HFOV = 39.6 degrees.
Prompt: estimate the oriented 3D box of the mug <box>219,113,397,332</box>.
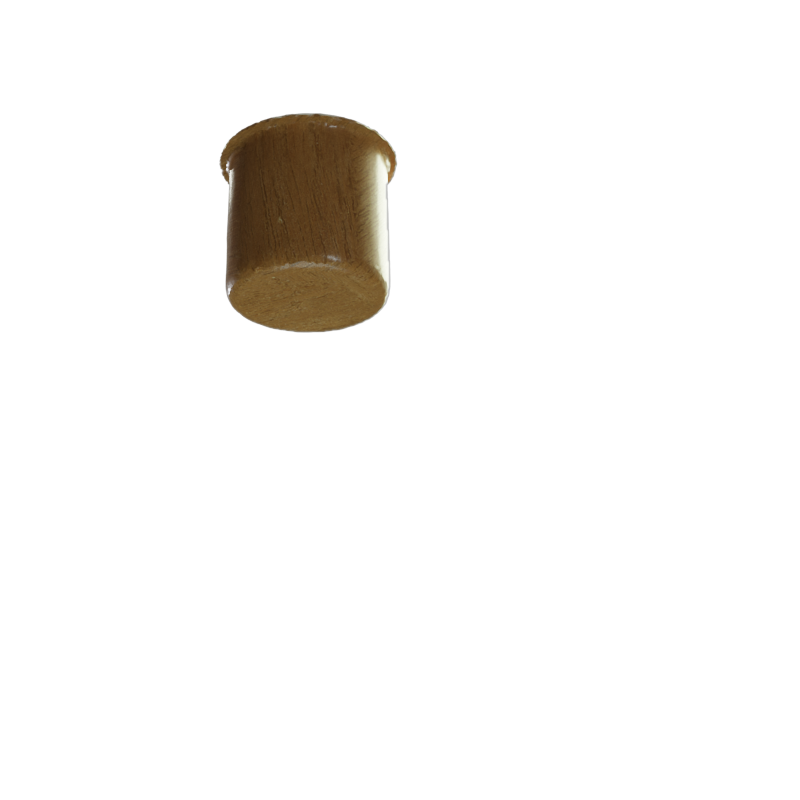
[{"bbox_3d":[-0.045,-0.082,0.574,0.094,0.086,0.109,-5,-25,9],"label":"mug"}]
